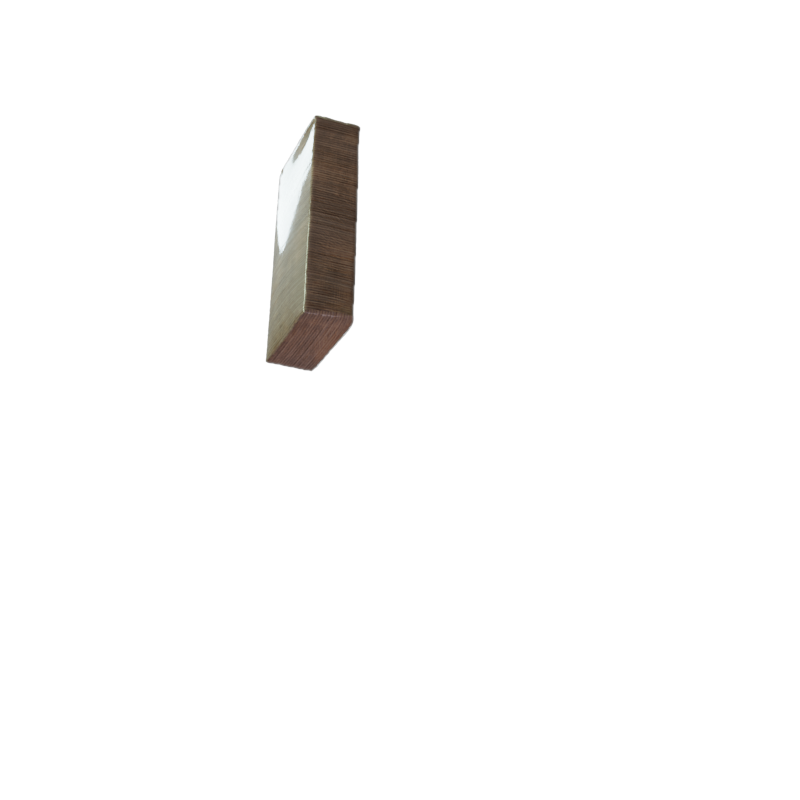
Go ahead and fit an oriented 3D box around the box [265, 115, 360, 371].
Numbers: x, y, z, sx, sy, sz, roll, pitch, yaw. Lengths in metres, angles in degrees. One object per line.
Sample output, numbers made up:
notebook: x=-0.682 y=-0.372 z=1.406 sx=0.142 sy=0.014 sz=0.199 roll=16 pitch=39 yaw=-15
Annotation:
box: x=-0.068 y=-0.123 z=0.859 sx=0.046 sy=0.188 sz=0.091 roll=10 pitch=-31 yaw=-21
